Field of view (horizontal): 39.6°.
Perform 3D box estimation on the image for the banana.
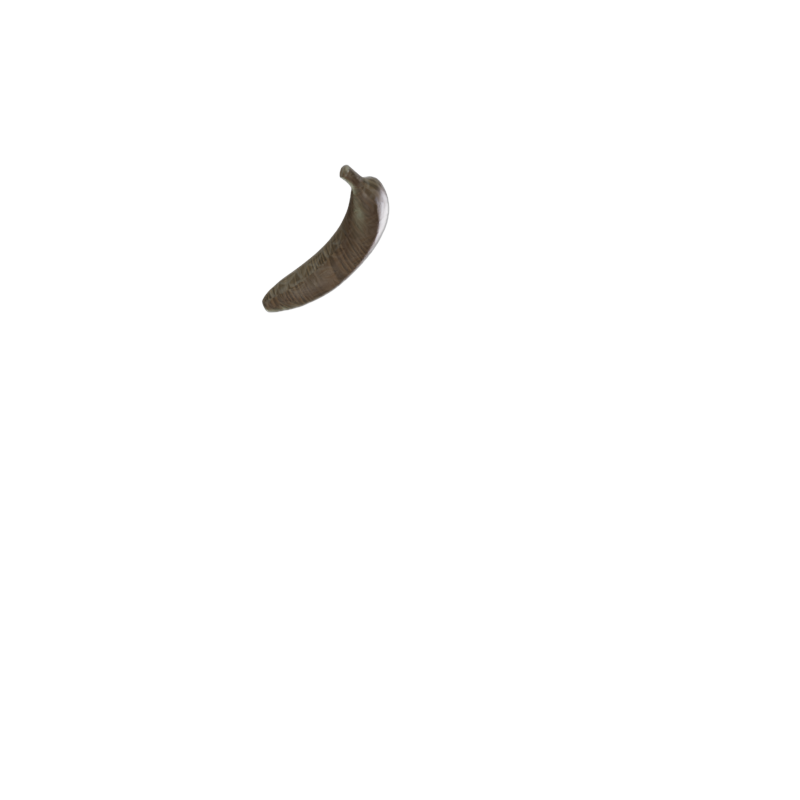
[{"bbox_3d":[-0.059,-0.139,0.989,0.067,0.039,0.190,17,-43,-20],"label":"banana"}]
